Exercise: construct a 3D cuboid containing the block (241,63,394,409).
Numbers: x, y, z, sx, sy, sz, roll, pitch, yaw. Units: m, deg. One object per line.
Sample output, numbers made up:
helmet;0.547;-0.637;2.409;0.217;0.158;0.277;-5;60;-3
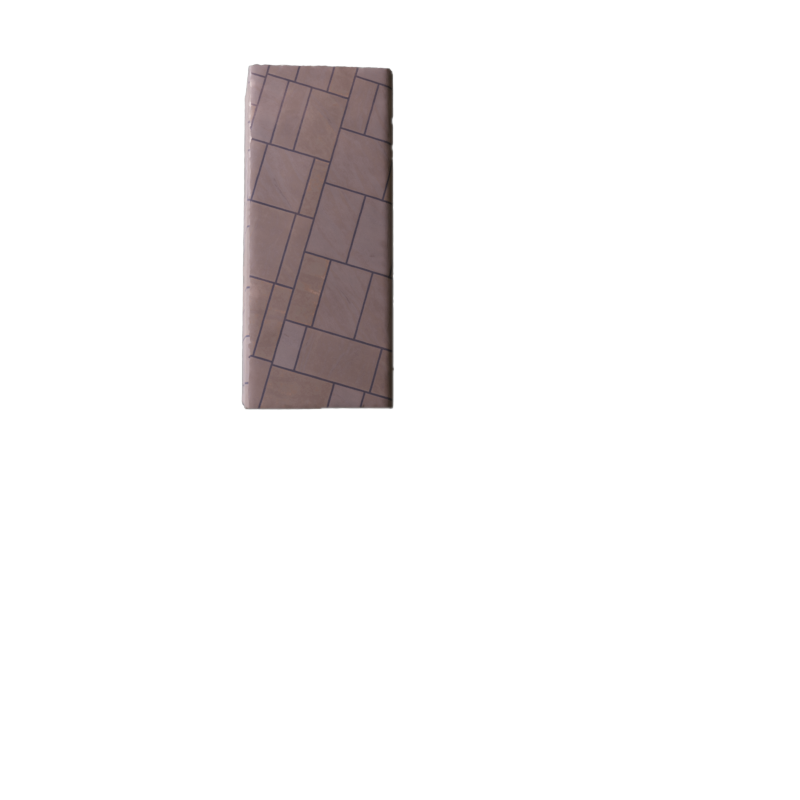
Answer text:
block;-0.054;-0.100;0.702;0.089;0.209;0.090;0;-5;-8
